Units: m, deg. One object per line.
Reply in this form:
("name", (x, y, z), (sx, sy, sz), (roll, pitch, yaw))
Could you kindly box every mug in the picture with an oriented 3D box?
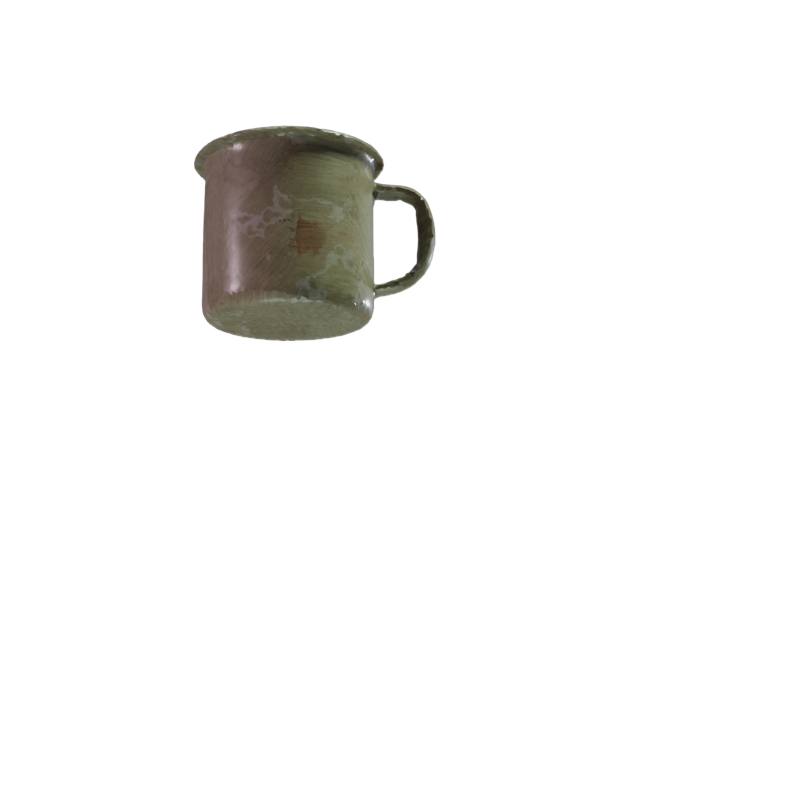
("mug", (-0.042, -0.076, 0.533), (0.117, 0.085, 0.090), (0, -14, -2))
